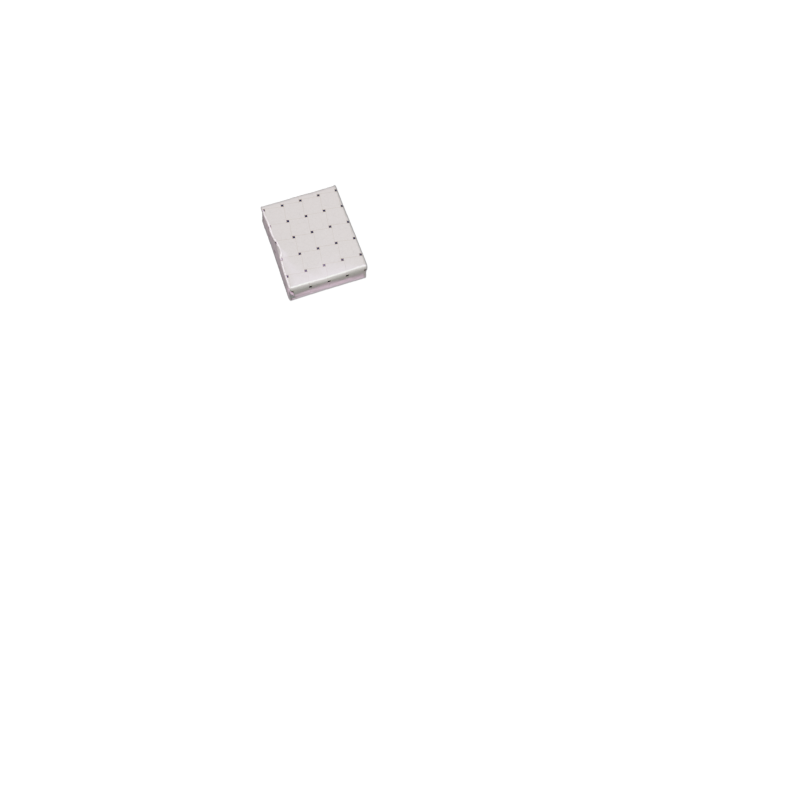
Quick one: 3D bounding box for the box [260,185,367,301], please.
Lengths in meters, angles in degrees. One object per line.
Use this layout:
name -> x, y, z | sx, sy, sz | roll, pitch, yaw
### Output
box -> -0.078, -0.142, 0.995 | 0.073, 0.095, 0.029 | -17, -23, -8
